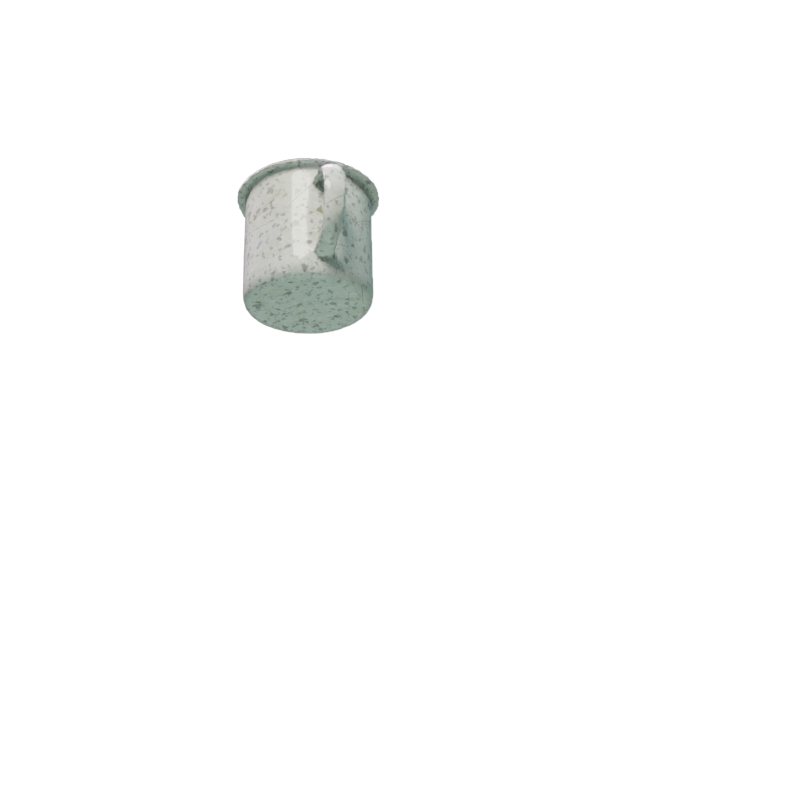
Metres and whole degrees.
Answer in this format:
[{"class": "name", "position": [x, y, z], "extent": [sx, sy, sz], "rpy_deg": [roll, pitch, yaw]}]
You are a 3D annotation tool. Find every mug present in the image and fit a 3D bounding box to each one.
[{"class": "mug", "position": [-0.055, -0.100, 0.698], "extent": [0.091, 0.087, 0.113], "rpy_deg": [8, -29, -17]}]
